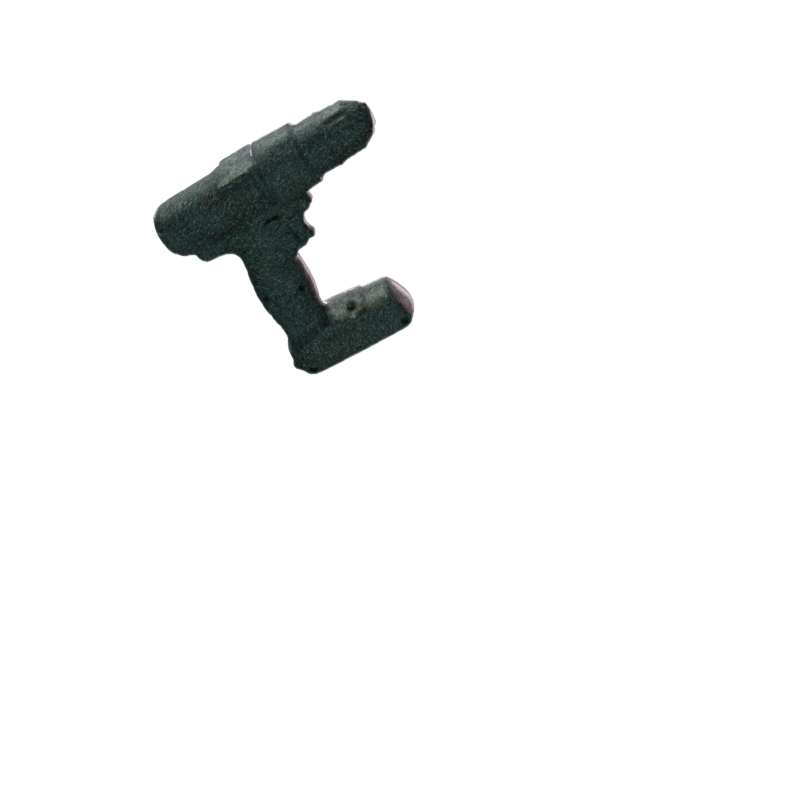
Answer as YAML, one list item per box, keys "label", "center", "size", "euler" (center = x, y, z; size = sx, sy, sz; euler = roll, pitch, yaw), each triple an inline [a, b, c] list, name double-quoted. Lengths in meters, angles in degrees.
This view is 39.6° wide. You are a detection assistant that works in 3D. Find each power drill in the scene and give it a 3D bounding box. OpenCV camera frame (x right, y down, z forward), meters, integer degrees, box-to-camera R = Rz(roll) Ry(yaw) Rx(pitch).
- label: "power drill"
  center: [-0.066, -0.121, 0.847]
  size: [0.184, 0.176, 0.061]
  euler: [-27, 29, 16]
